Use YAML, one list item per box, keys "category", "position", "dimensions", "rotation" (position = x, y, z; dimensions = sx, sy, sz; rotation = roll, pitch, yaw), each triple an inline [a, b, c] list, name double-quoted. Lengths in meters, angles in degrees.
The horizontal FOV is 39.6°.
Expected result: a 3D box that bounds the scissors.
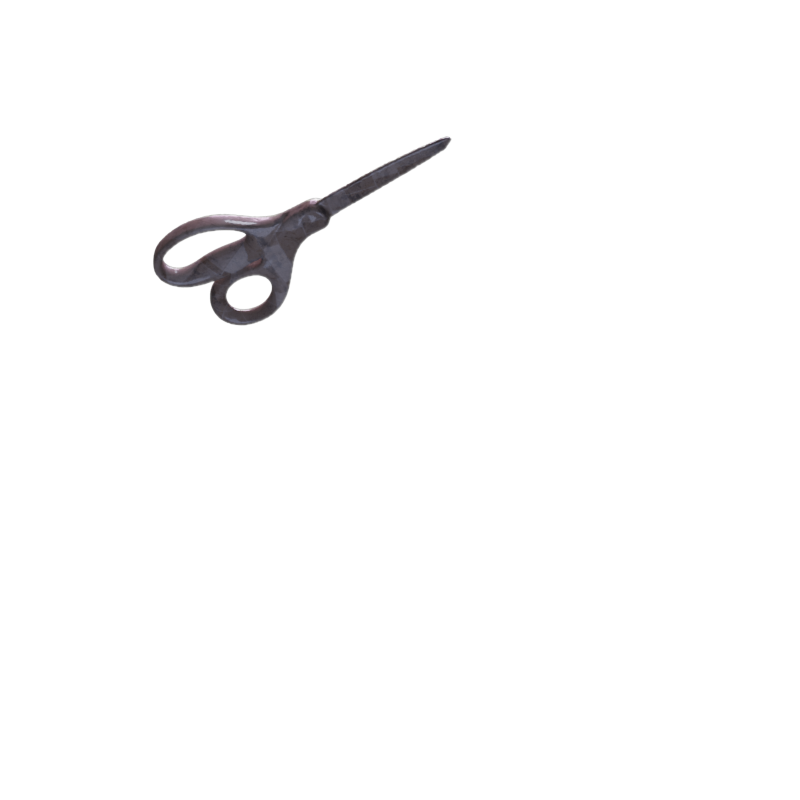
- category: "scissors"
  position: [-0.054, -0.098, 0.684]
  dimensions: [0.203, 0.017, 0.089]
  rotation: [-14, -47, 13]
